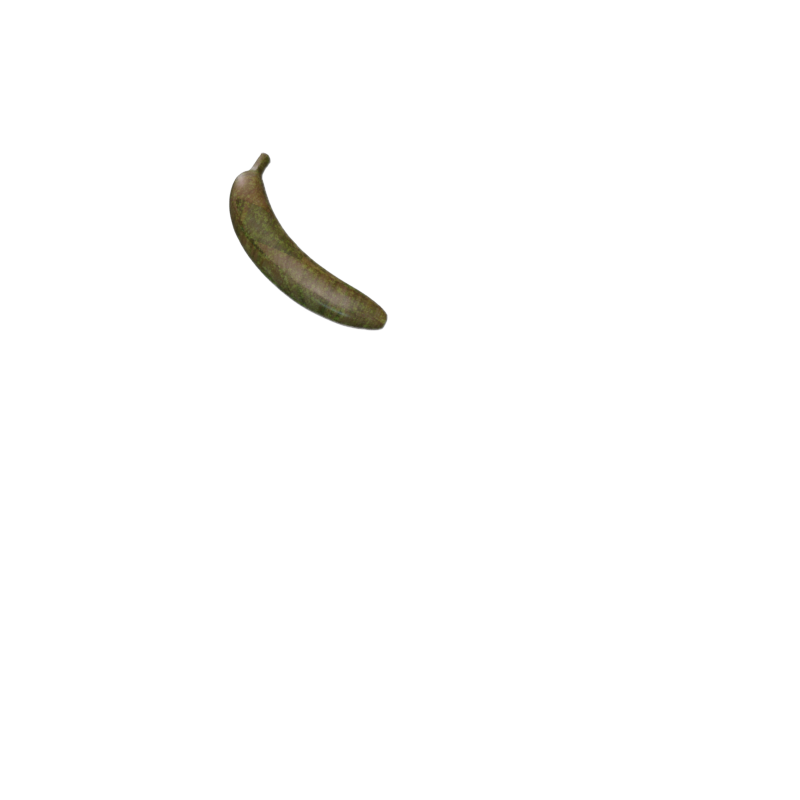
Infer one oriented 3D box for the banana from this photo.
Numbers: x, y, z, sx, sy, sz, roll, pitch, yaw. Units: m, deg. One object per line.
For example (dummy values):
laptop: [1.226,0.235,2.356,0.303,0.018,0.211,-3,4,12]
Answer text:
banana: [-0.091,-0.127,0.935,0.070,0.209,0.035,-30,-21,-13]
